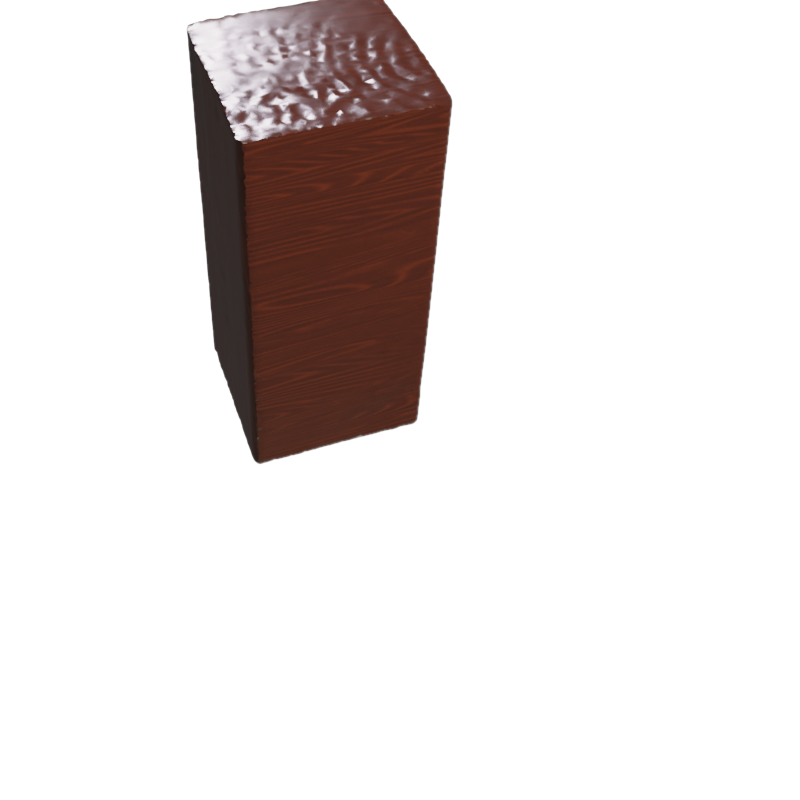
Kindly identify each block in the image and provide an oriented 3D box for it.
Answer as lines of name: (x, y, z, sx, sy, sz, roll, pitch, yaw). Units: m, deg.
block: (-0.041, -0.076, 0.526, 0.090, 0.098, 0.192, -14, -40, -15)
